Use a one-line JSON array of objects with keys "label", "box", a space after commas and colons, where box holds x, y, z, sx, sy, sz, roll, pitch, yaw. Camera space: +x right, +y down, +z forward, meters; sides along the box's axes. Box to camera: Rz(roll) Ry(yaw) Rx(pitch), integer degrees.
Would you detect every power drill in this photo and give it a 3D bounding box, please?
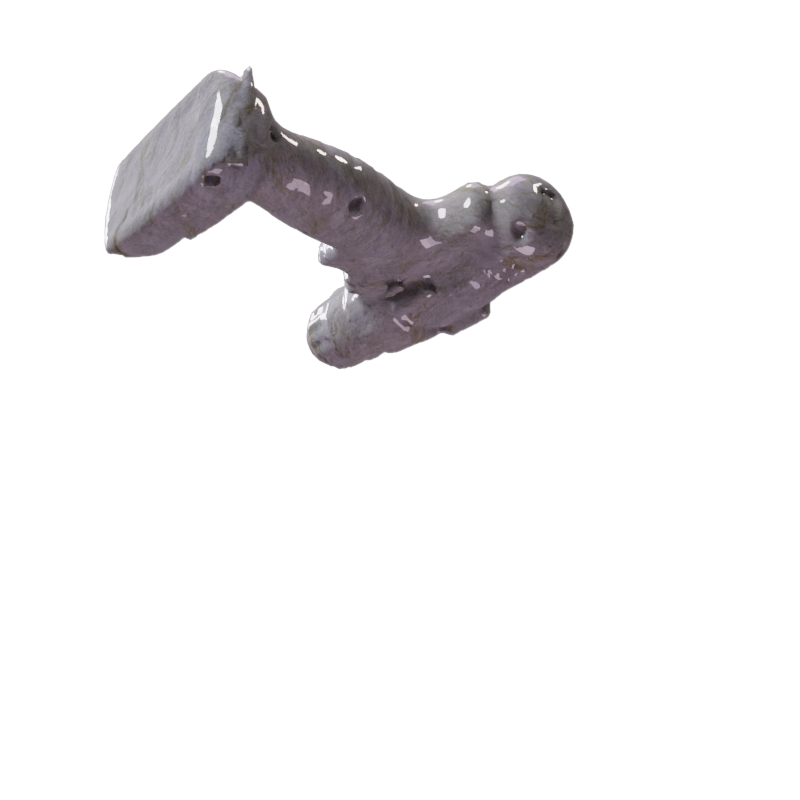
[{"label": "power drill", "box": [-0.042, -0.076, 0.534, 0.178, 0.061, 0.183, 17, -30, -32]}]
